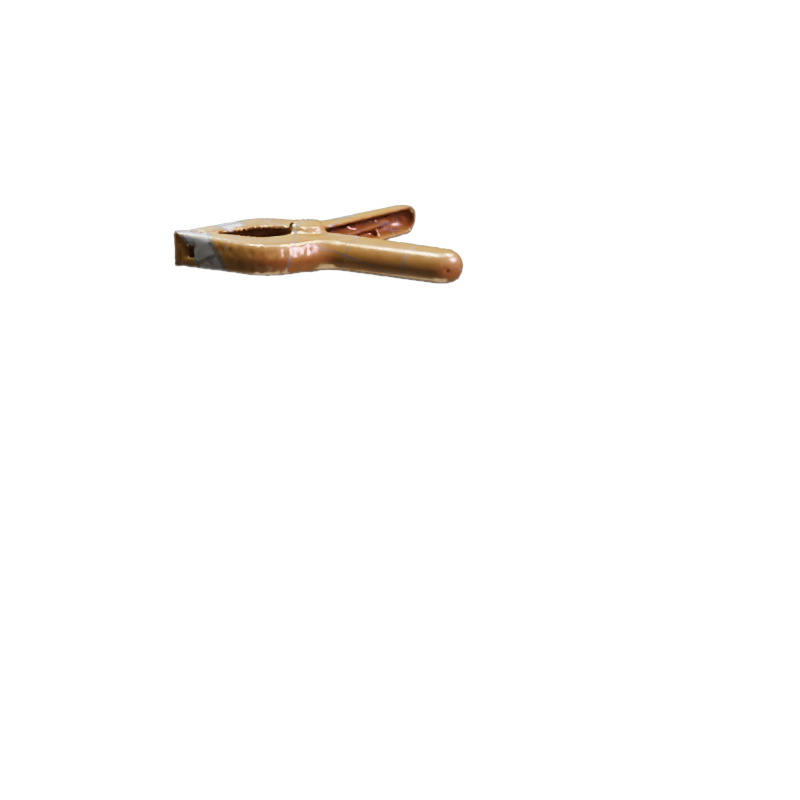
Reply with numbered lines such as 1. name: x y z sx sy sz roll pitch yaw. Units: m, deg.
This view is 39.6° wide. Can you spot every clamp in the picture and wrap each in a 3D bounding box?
1. clamp: -0.067 -0.122 0.856 0.209 0.035 0.172 -1 21 -2
